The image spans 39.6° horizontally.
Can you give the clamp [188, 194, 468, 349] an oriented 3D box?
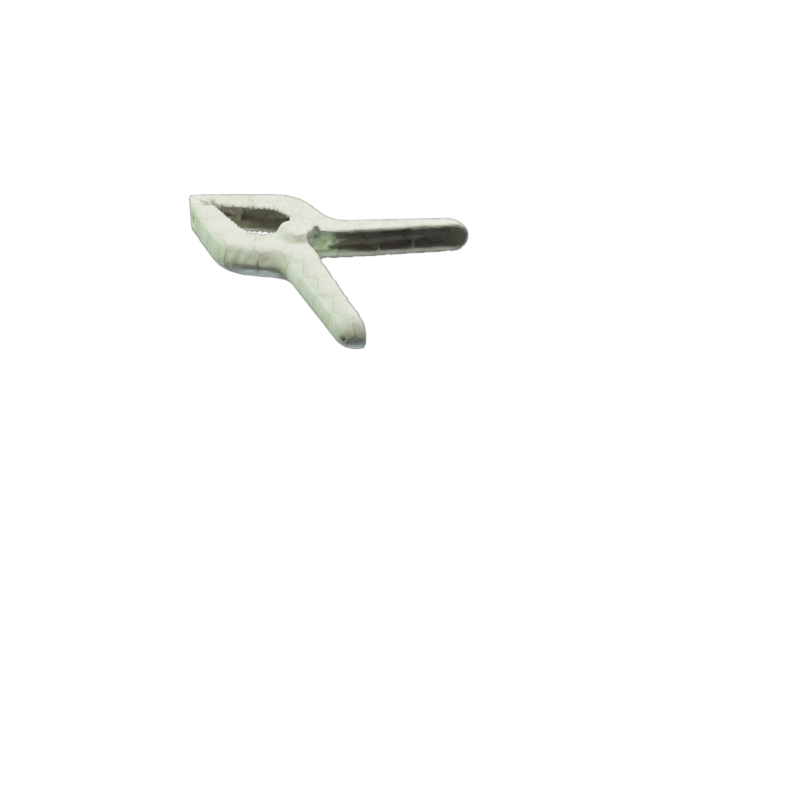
[{"bbox_3d":[-0.065,-0.118,0.828,0.222,0.034,0.166,25,43,30],"label":"clamp"}]
